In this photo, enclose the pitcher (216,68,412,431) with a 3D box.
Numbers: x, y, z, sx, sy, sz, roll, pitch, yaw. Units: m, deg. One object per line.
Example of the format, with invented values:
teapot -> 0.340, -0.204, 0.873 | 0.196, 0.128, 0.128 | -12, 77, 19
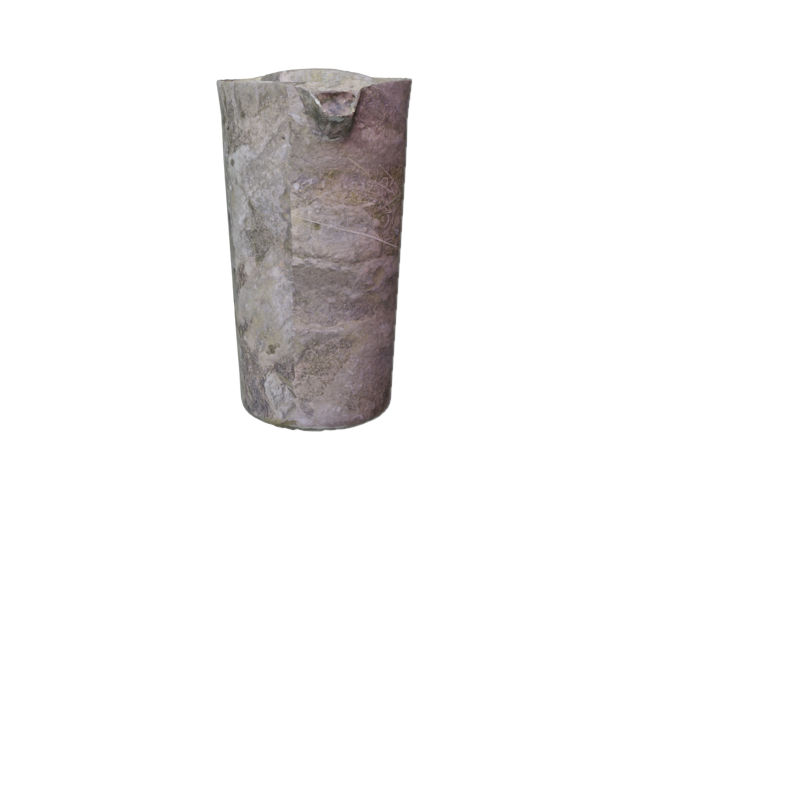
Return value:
pitcher -> -0.062, -0.112, 0.786 | 0.151, 0.237, 0.147 | 8, 14, 30
